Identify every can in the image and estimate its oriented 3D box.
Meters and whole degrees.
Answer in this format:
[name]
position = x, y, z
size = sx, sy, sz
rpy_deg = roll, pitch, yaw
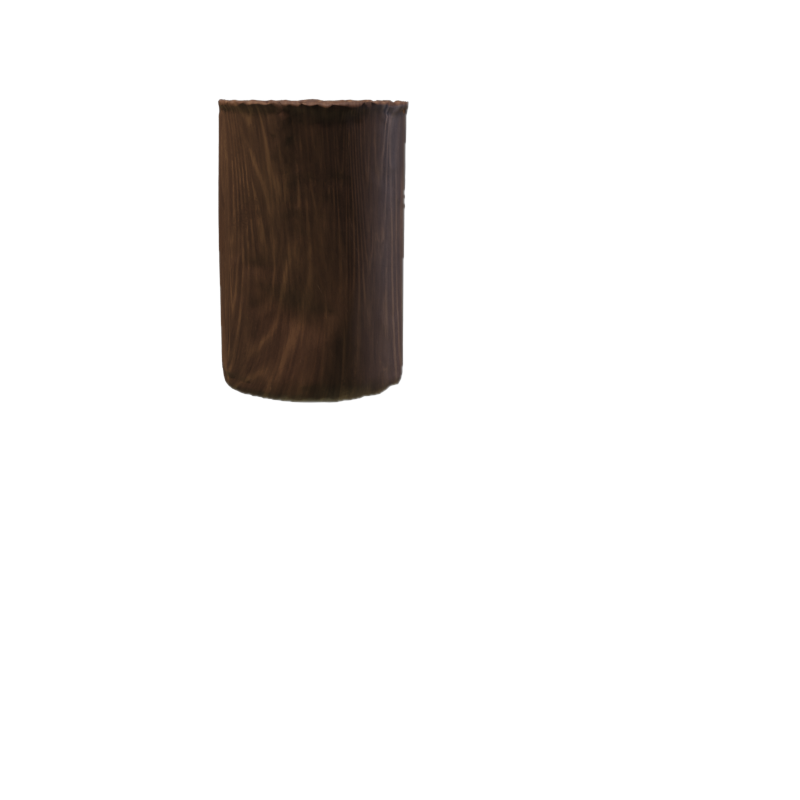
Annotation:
[can]
position = -0.031, -0.057, 0.400
size = 0.068, 0.100, 0.070
rpy_deg = 0, 10, -2
